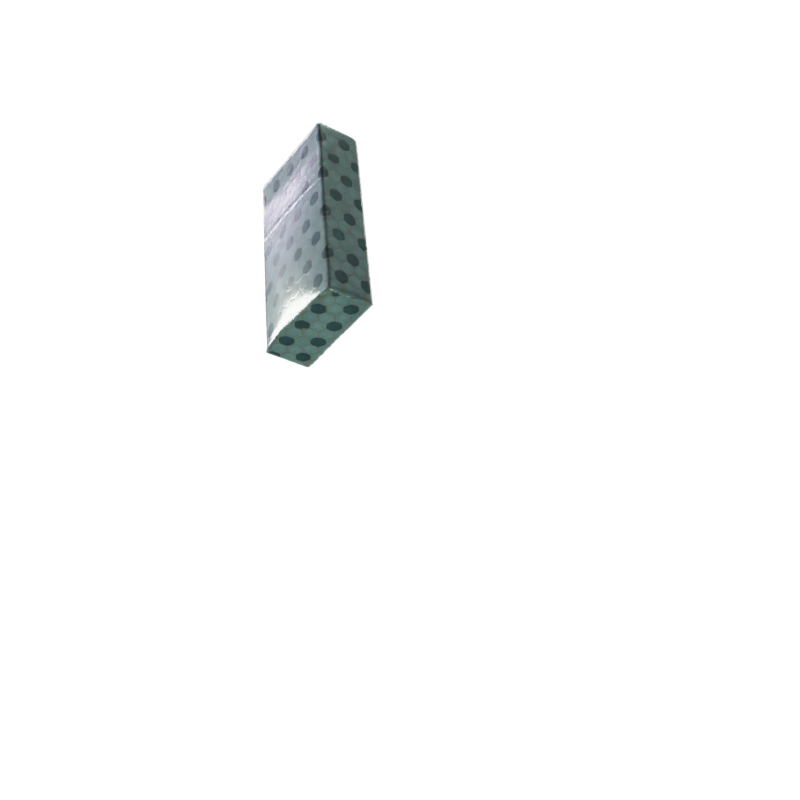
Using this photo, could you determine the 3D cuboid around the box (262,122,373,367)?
[{"bbox_3d":[-0.068,-0.125,0.873,0.046,0.189,0.091,23,-45,-28],"label":"box"}]
